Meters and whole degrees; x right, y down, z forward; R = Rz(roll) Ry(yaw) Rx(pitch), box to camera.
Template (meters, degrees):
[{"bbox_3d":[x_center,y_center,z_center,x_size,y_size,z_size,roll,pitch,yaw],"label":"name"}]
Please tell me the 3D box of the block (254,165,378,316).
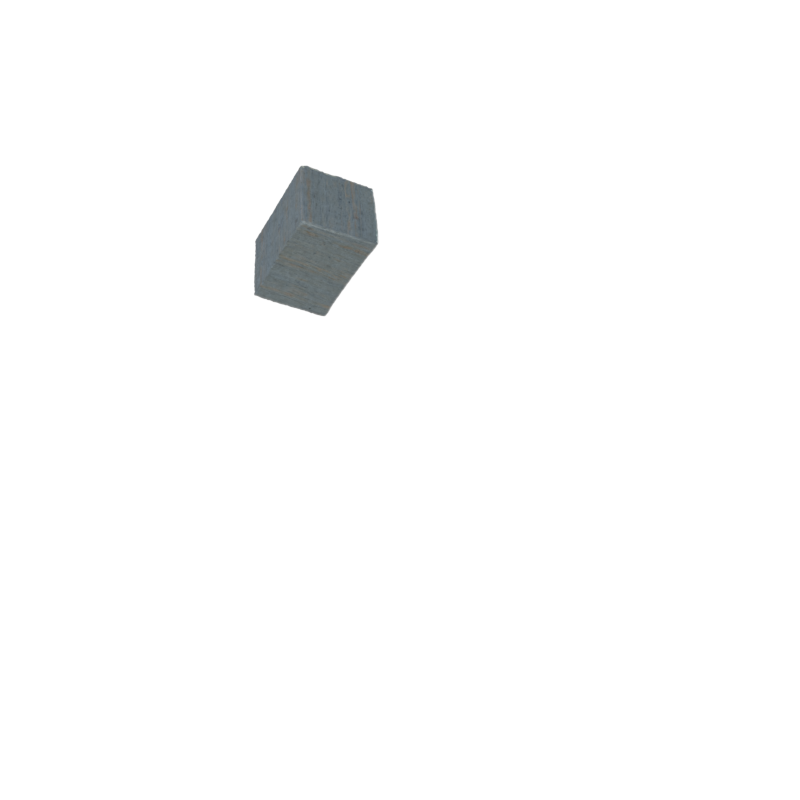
[{"bbox_3d":[-0.055,-0.101,0.704,0.051,0.055,0.075,18,-43,-22],"label":"block"}]
